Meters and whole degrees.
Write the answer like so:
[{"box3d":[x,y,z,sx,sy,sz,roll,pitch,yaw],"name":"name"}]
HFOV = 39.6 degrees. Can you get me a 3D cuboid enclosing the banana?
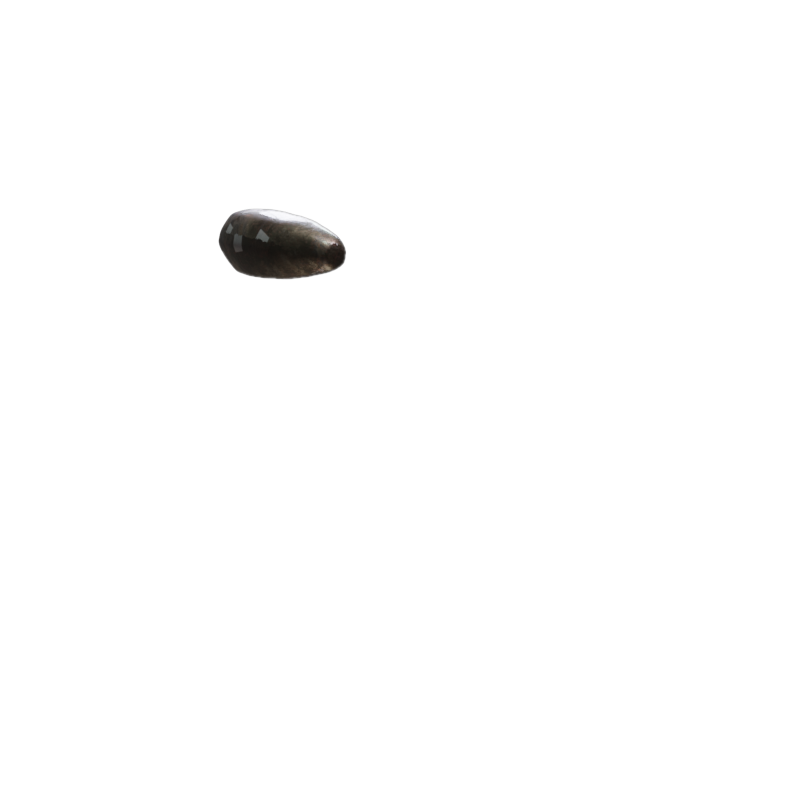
[{"box3d":[-0.066,-0.087,0.612,0.069,0.036,0.200,0,8,-3],"name":"banana"}]
